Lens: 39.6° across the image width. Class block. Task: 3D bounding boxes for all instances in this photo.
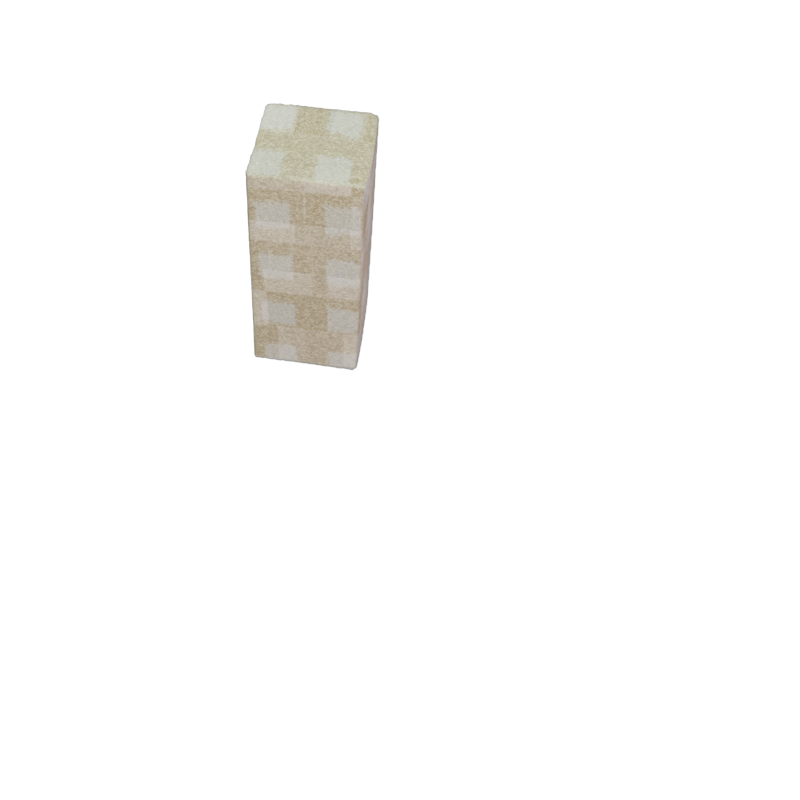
[{"bbox_3d":[-0.070,-0.129,0.899,0.091,0.096,0.192,7,-41,3],"label":"block"}]
